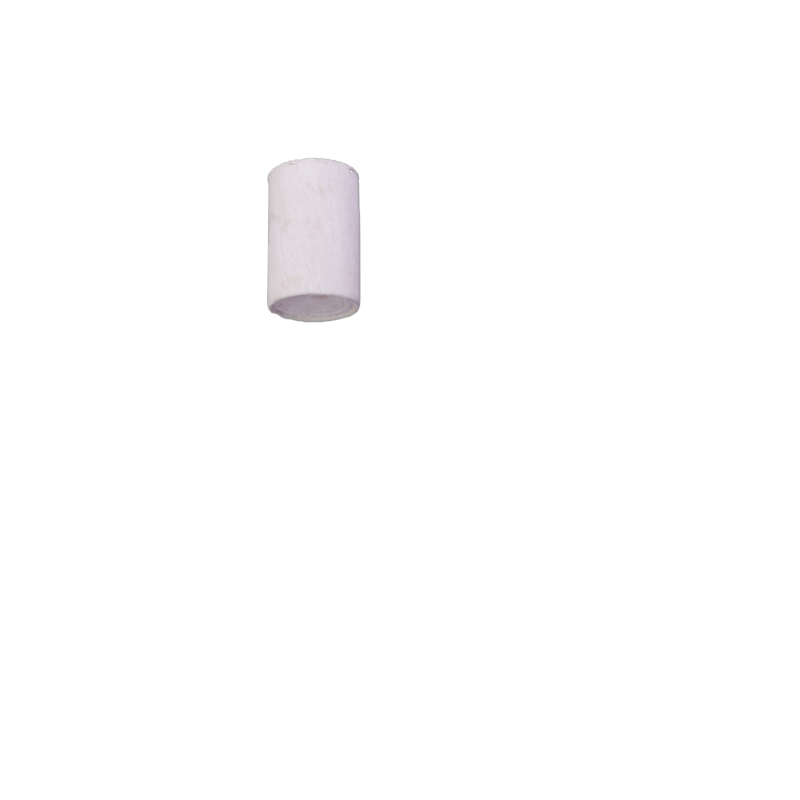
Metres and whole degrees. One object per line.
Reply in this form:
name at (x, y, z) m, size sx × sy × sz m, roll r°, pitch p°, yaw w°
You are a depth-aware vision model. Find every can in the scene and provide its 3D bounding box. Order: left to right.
can at (-0.063, -0.114, 0.799) m, size 0.068 × 0.107 × 0.066 m, roll 0°, pitch -19°, yaw -2°
